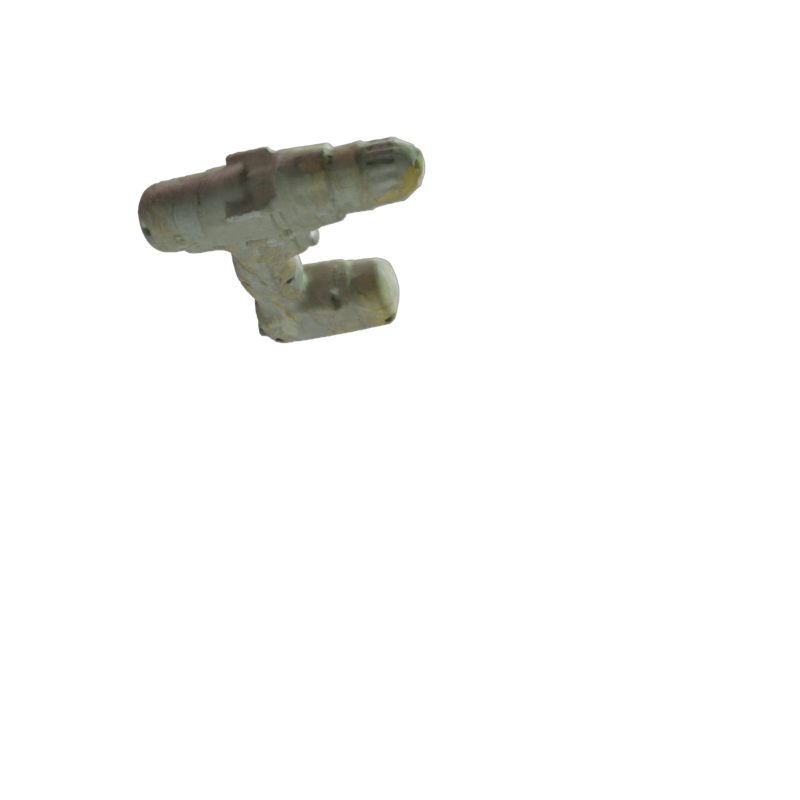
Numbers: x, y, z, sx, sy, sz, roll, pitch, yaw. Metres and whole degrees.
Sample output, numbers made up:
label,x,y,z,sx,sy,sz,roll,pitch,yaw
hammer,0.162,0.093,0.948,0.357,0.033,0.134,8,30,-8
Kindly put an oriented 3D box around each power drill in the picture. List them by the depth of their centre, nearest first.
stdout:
label,x,y,z,sx,sy,sz,roll,pitch,yaw
power drill,-0.058,-0.106,0.745,0.187,0.061,0.174,-7,-25,14
